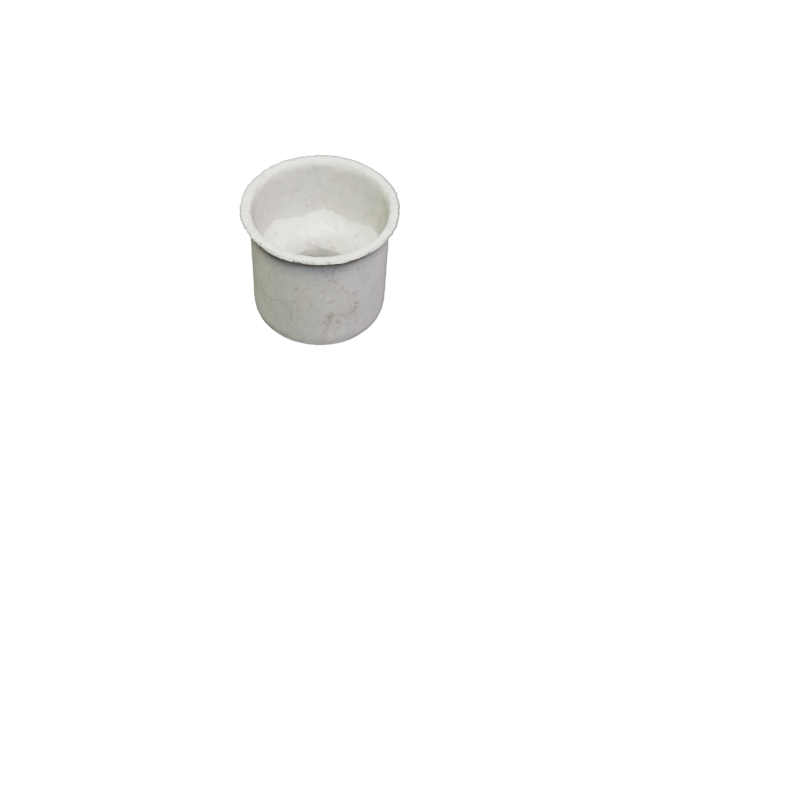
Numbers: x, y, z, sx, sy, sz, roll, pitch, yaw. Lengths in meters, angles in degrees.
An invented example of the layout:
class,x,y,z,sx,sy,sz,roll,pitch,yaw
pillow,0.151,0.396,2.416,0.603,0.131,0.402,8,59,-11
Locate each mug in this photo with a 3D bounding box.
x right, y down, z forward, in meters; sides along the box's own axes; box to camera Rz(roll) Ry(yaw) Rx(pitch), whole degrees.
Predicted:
class,x,y,z,sx,sy,sz,roll,pitch,yaw
mug,-0.053,-0.097,0.677,0.092,0.127,0.076,-15,-40,-14
